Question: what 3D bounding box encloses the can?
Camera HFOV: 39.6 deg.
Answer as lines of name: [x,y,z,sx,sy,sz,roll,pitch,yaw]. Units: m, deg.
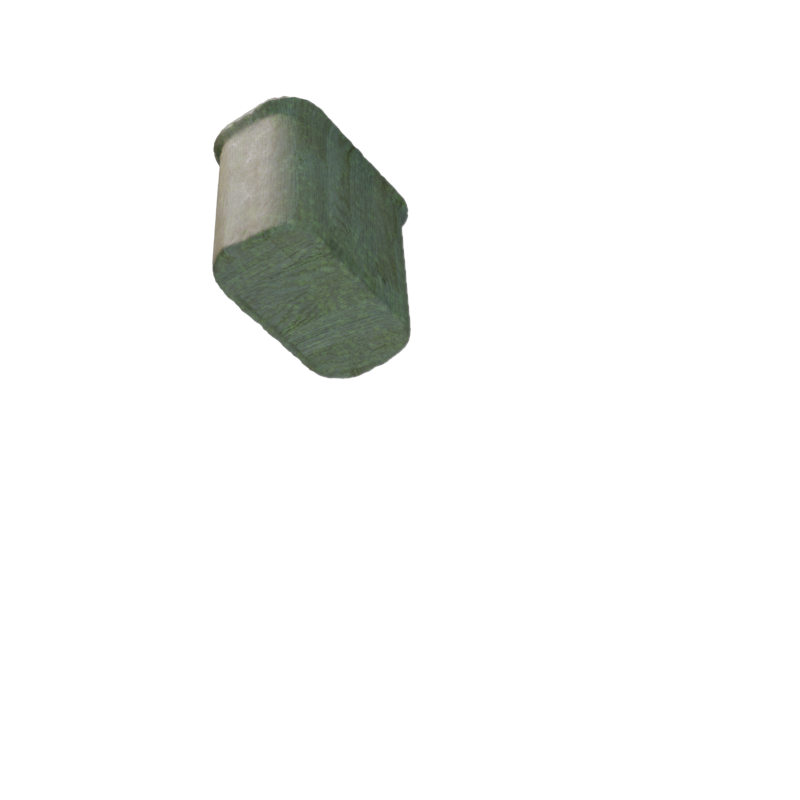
can: [-0.039,-0.071,0.495,0.057,0.090,0.095,-27,-48,24]
